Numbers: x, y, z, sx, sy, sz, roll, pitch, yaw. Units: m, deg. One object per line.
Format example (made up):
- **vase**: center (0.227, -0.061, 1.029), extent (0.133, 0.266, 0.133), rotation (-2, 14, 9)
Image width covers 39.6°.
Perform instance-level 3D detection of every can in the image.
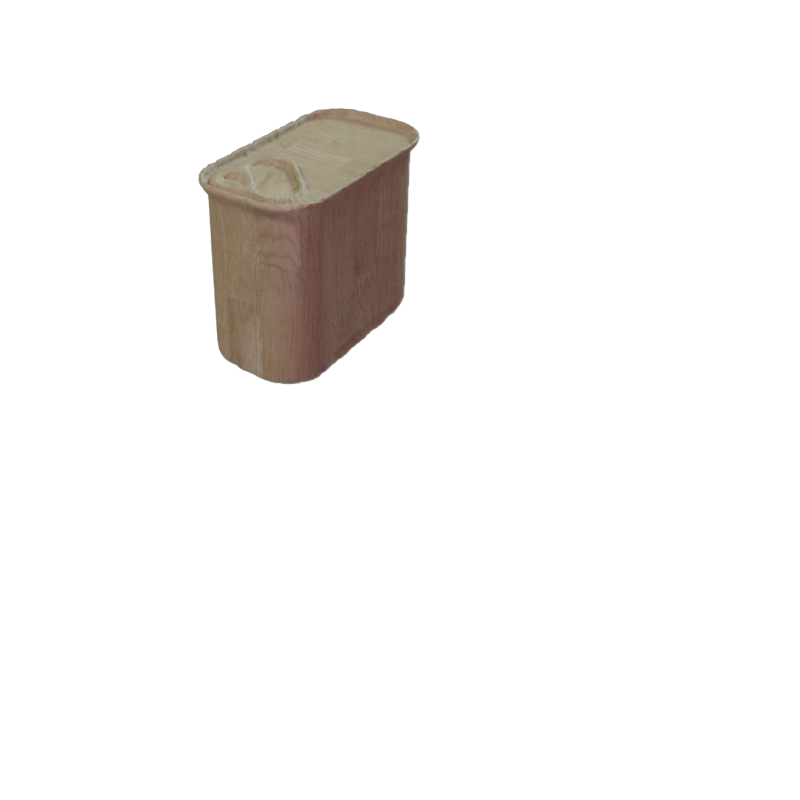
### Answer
- **can**: center (-0.037, -0.068, 0.475), extent (0.060, 0.079, 0.103), rotation (19, 36, 26)
